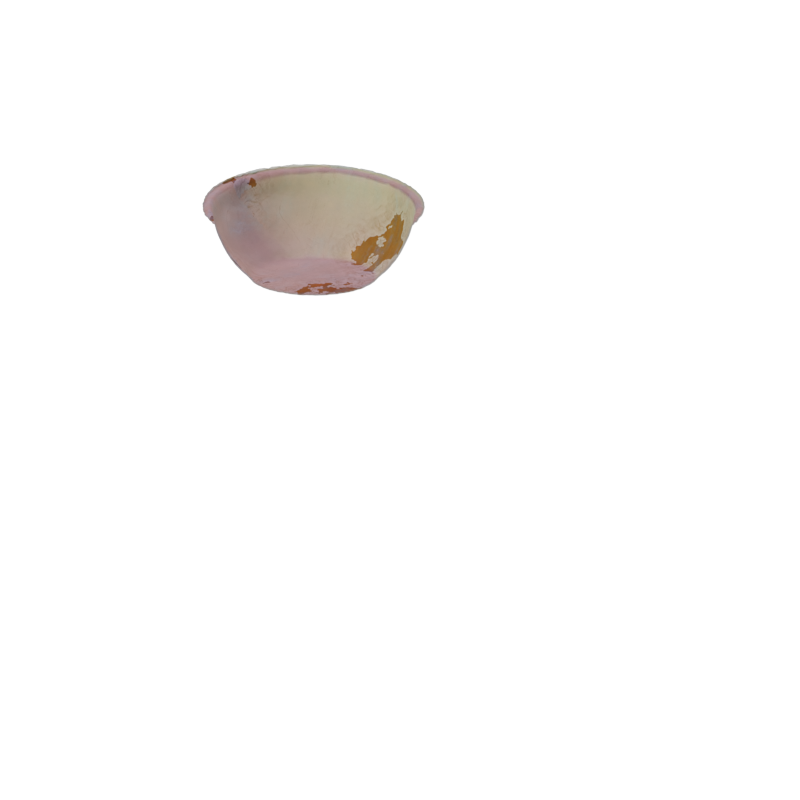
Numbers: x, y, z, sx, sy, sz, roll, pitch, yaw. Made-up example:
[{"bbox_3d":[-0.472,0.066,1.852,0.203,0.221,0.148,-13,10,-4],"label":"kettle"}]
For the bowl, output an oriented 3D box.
[{"bbox_3d":[-0.063,-0.114,0.800,0.162,0.057,0.156,0,-13,-2],"label":"bowl"}]
